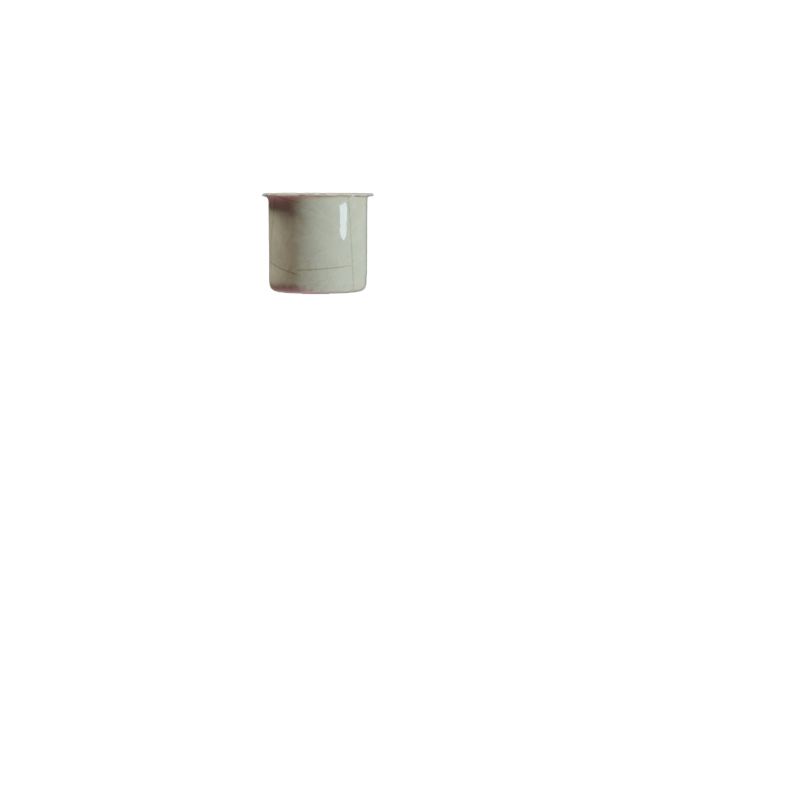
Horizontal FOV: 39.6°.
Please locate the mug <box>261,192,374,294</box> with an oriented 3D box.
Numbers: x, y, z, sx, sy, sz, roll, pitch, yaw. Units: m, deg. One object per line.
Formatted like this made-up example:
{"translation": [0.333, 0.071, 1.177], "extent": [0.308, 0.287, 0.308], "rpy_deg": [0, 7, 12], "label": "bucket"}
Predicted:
{"translation": [-0.073, -0.133, 0.932], "extent": [0.091, 0.081, 0.121], "rpy_deg": [-2, 8, -21], "label": "mug"}
